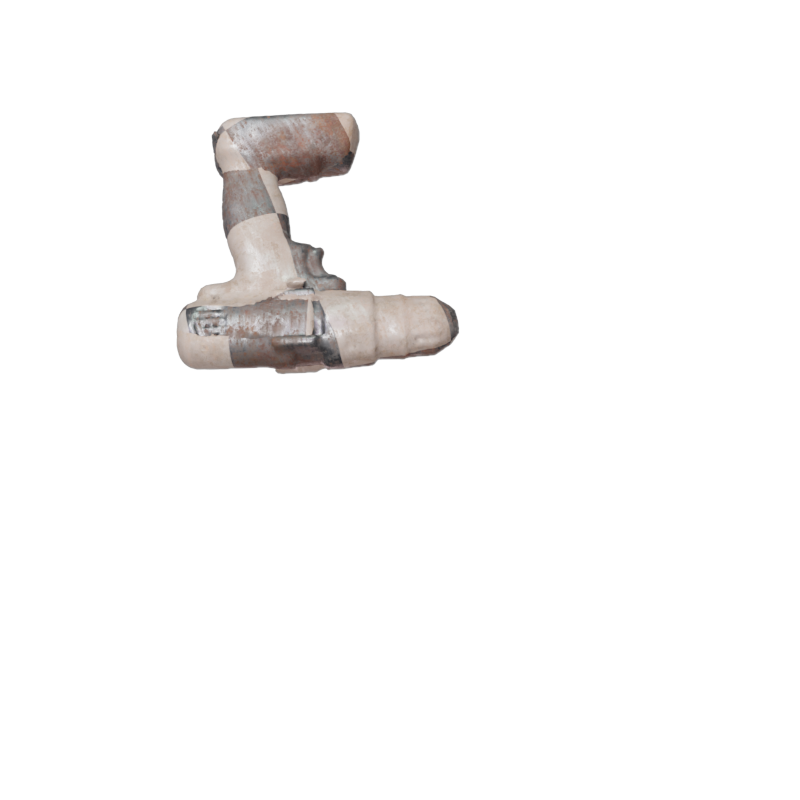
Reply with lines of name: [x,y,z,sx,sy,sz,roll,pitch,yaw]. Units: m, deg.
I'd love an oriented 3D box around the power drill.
power drill: [-0.060,-0.109,0.761,0.184,0.200,0.054,-3,-30,-2]
